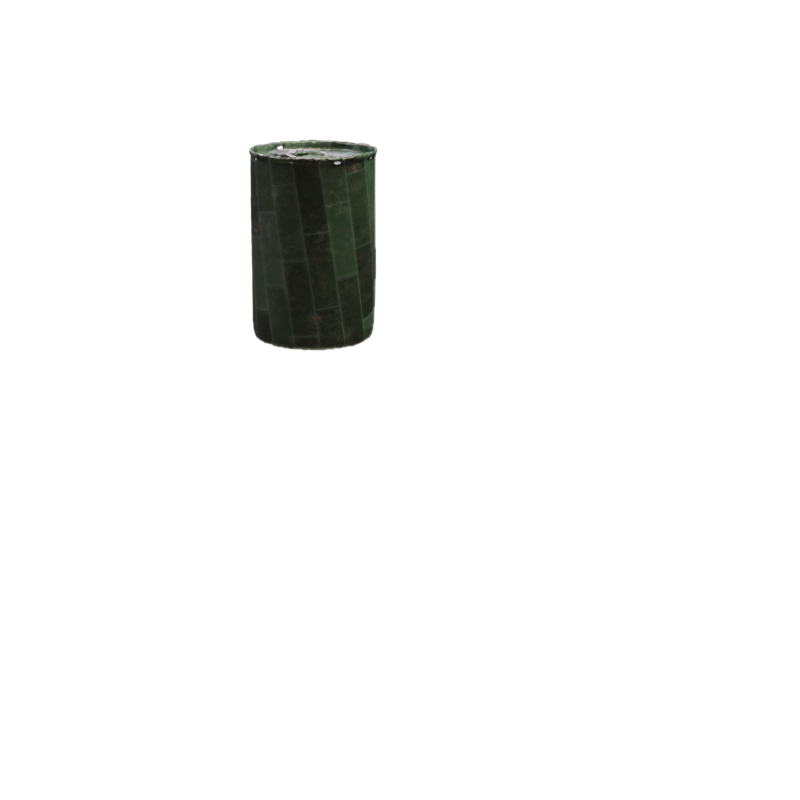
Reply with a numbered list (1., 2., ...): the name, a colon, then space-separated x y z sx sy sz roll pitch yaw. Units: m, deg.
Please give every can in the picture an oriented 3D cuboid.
1. can: -0.047 -0.085 0.597 0.068 0.099 0.071 0 16 -2
